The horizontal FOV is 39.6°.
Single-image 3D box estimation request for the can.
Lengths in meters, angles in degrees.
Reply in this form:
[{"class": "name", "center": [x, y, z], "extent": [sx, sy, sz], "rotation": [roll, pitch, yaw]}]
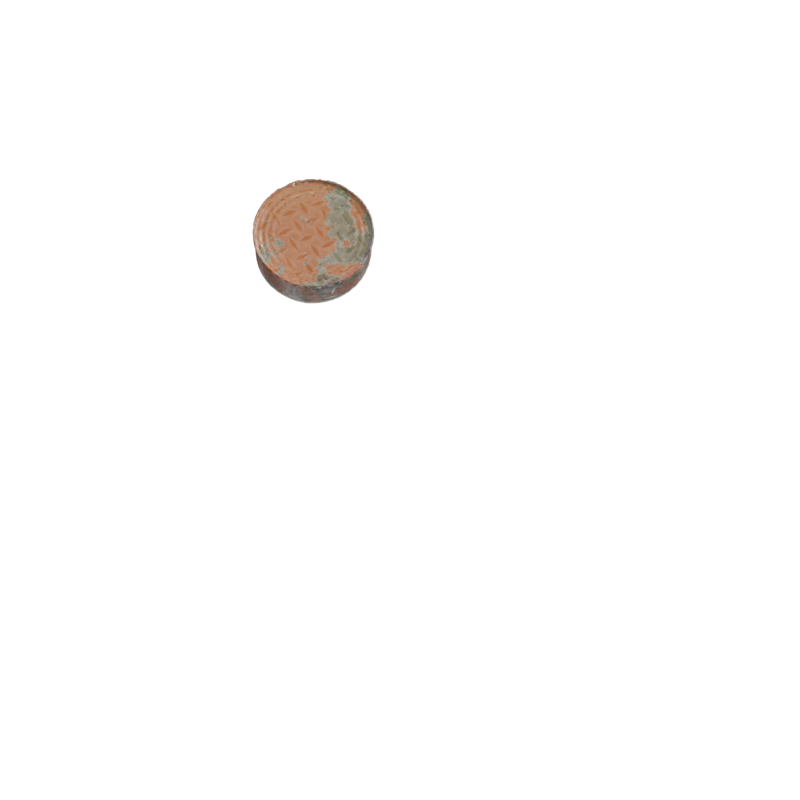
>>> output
[{"class": "can", "center": [-0.062, -0.114, 0.795], "extent": [0.086, 0.091, 0.032], "rotation": [-1, -24, -1]}]
